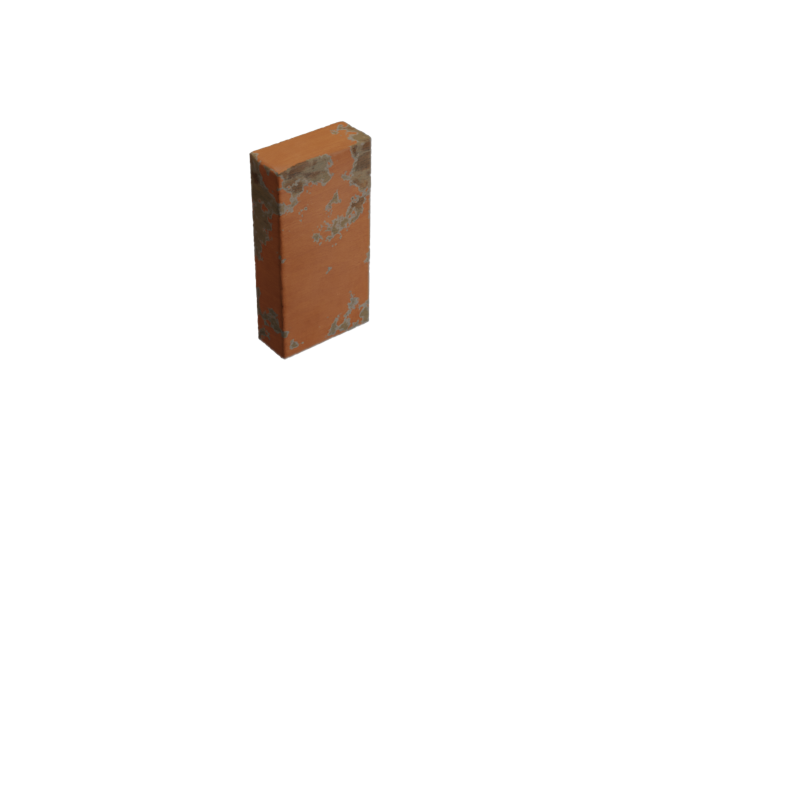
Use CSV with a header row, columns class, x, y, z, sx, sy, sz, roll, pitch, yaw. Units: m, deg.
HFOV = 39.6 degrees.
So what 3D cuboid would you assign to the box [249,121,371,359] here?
class,x,y,z,sx,sy,sz,roll,pitch,yaw
box,-0.070,-0.127,0.891,0.093,0.165,0.052,-25,45,-31
